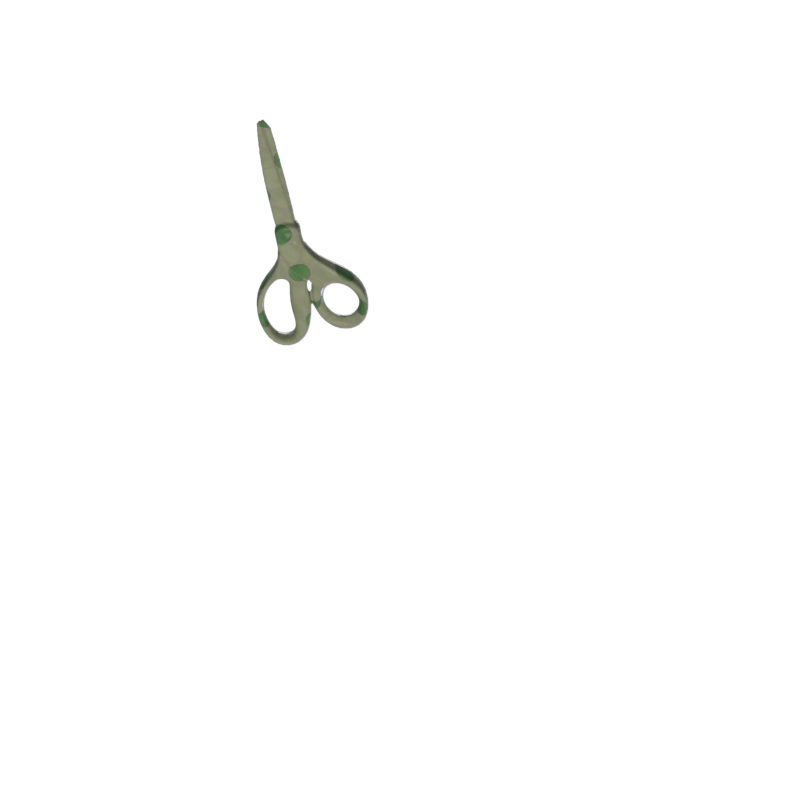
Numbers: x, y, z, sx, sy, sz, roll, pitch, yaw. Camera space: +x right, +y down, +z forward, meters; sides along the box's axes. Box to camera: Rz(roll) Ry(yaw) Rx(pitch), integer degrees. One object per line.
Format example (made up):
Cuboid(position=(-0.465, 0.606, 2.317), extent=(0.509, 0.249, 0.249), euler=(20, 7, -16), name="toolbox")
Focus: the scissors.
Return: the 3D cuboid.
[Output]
Cuboid(position=(-0.065, -0.118, 0.828), extent=(0.095, 0.189, 0.017), euler=(6, 40, -5), name="scissors")
